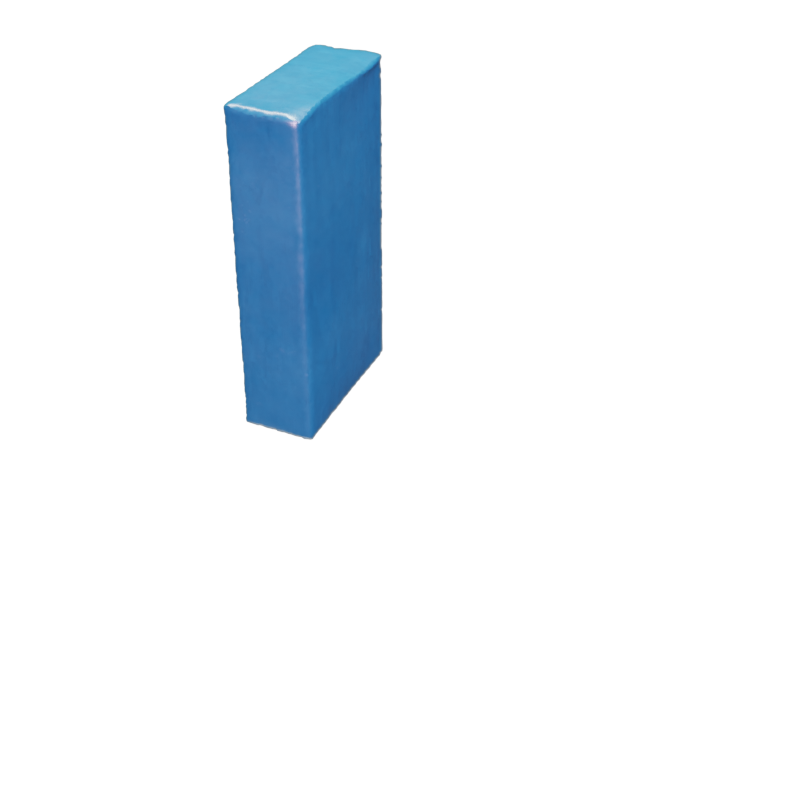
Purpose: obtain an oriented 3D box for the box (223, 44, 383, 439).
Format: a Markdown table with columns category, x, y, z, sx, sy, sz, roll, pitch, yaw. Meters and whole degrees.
| category | x | y | z | sx | sy | sz | roll | pitch | yaw |
| --- | --- | --- | --- | --- | --- | --- | --- | --- | --- |
| box | -0.043 | -0.079 | 0.558 | 0.050 | 0.165 | 0.096 | 15 | 35 | 18 |
